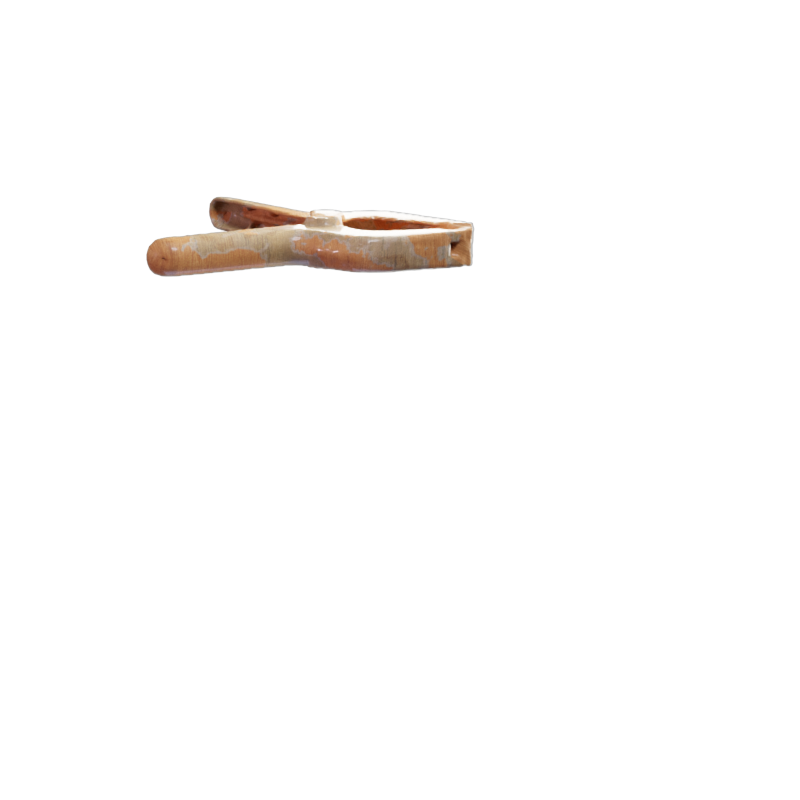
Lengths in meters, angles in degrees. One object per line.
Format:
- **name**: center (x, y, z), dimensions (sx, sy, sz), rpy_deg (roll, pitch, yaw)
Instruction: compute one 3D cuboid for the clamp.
- **clamp**: center (-0.059, -0.107, 0.748), dimensions (0.215, 0.035, 0.168), rpy_deg (6, 22, 14)
